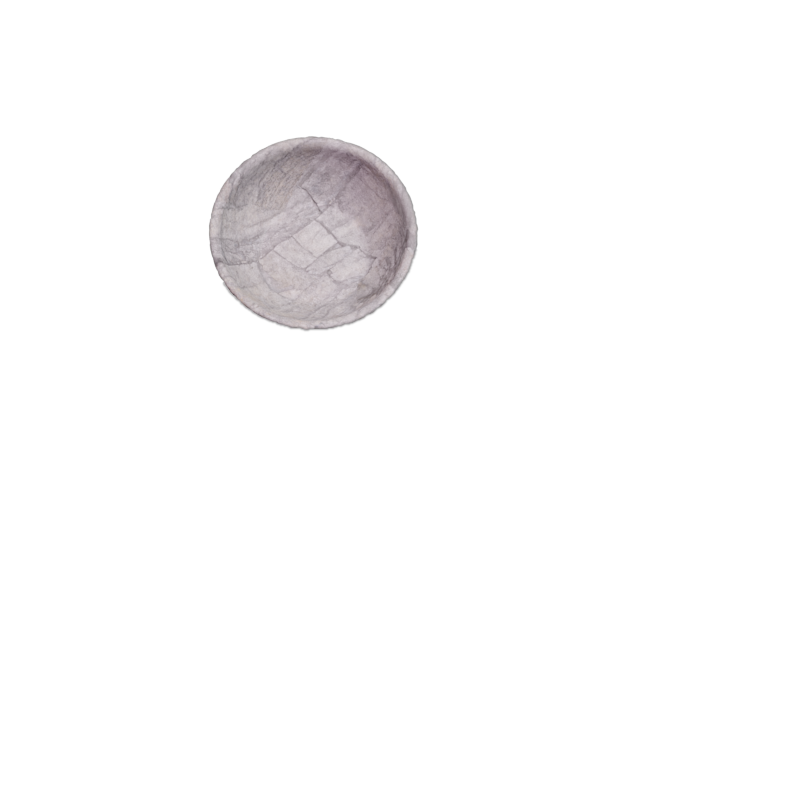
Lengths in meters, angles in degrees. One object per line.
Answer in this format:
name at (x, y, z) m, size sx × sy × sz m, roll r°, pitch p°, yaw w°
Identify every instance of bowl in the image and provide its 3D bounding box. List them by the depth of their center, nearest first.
bowl at (-0.069, -0.125, 0.879) m, size 0.162 × 0.170 × 0.052 m, roll -1°, pitch -20°, yaw -1°
